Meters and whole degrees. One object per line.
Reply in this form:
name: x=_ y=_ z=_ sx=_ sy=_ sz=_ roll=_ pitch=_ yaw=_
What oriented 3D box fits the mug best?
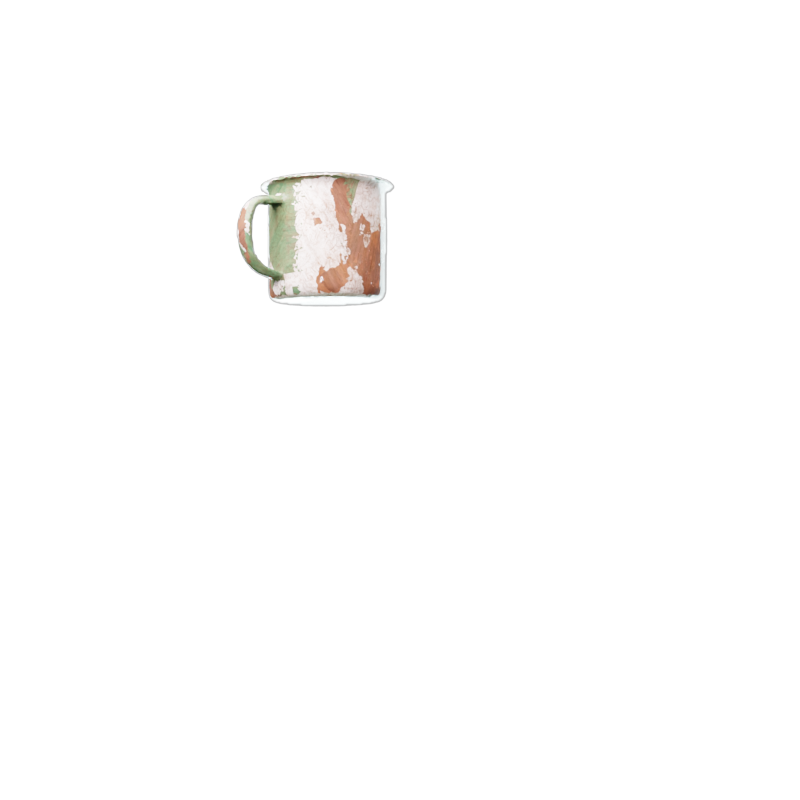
mug: x=-0.059 y=-0.108 z=0.759 sx=0.112 sy=0.083 sz=0.096 roll=3 pitch=-5 yaw=-40
